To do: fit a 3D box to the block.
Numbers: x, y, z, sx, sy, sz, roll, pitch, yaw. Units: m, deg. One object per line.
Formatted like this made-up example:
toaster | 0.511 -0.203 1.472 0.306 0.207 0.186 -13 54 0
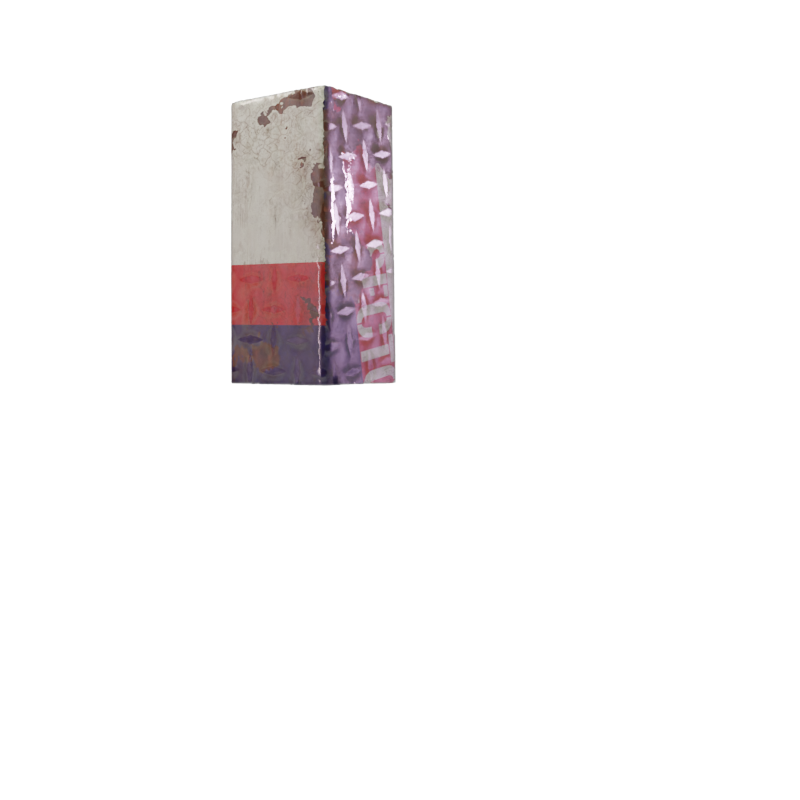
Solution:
block | -0.064 -0.116 0.815 0.094 0.209 0.086 -3 -5 36
